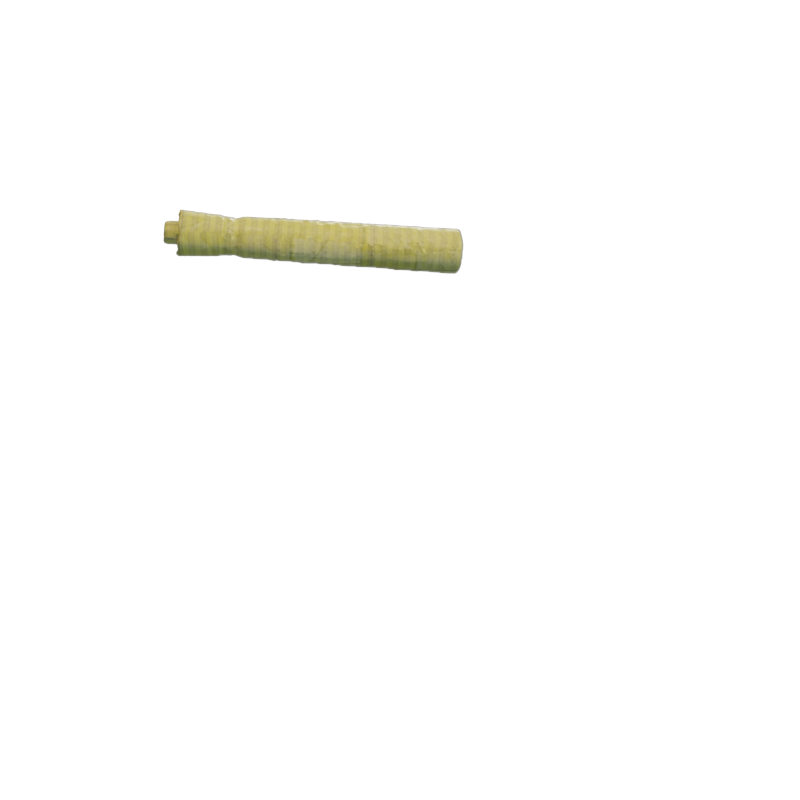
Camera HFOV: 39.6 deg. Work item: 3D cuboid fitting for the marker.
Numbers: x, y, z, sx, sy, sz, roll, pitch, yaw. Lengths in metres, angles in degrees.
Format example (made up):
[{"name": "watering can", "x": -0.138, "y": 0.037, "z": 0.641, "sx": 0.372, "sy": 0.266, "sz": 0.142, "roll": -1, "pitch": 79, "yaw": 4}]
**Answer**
[{"name": "marker", "x": -0.035, "y": -0.065, "z": 0.452, "sx": 0.120, "sy": 0.020, "sz": 0.020, "roll": 3, "pitch": 4, "yaw": -6}]
